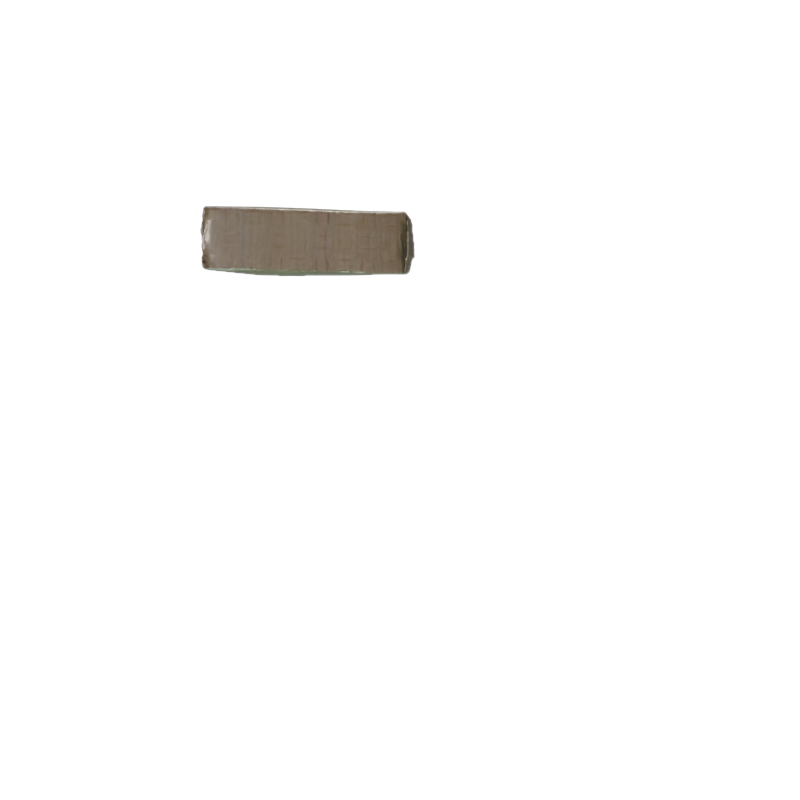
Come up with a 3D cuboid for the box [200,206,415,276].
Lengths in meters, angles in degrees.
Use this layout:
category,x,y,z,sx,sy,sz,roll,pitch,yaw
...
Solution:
category,x,y,z,sx,sy,sz,roll,pitch,yaw
box,-0.050,-0.090,0.633,0.114,0.039,0.089,0,5,5
